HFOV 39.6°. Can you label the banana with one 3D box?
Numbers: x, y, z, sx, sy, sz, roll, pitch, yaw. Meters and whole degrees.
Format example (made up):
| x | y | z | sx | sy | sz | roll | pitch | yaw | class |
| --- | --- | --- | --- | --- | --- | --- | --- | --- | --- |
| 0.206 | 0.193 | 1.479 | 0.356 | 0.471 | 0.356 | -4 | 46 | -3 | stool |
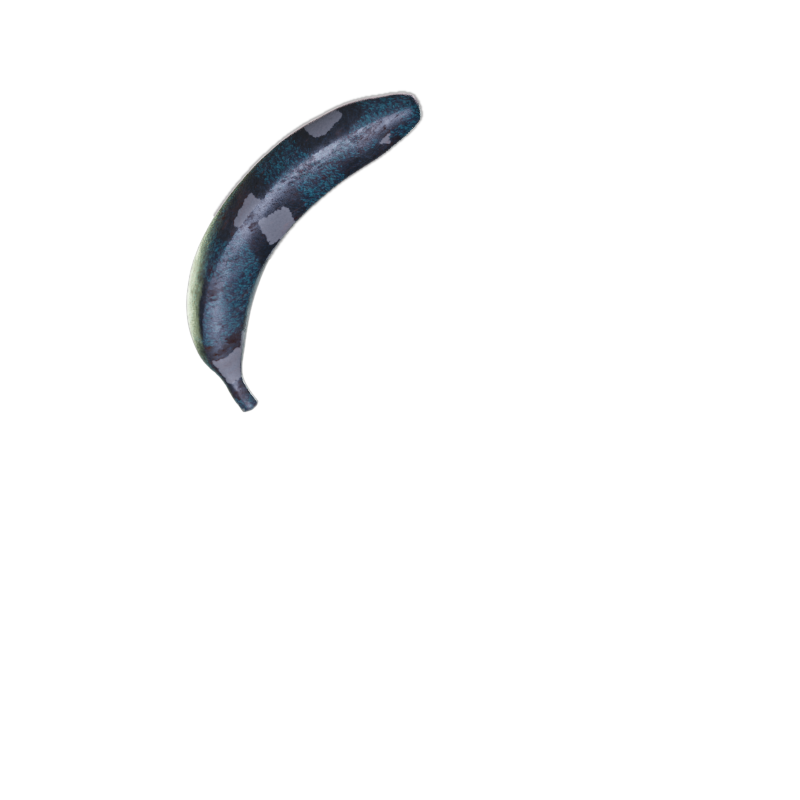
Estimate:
| x | y | z | sx | sy | sz | roll | pitch | yaw | class |
| --- | --- | --- | --- | --- | --- | --- | --- | --- | --- |
| -0.064 | -0.089 | 0.590 | 0.068 | 0.193 | 0.039 | 27 | 20 | -12 | banana |
